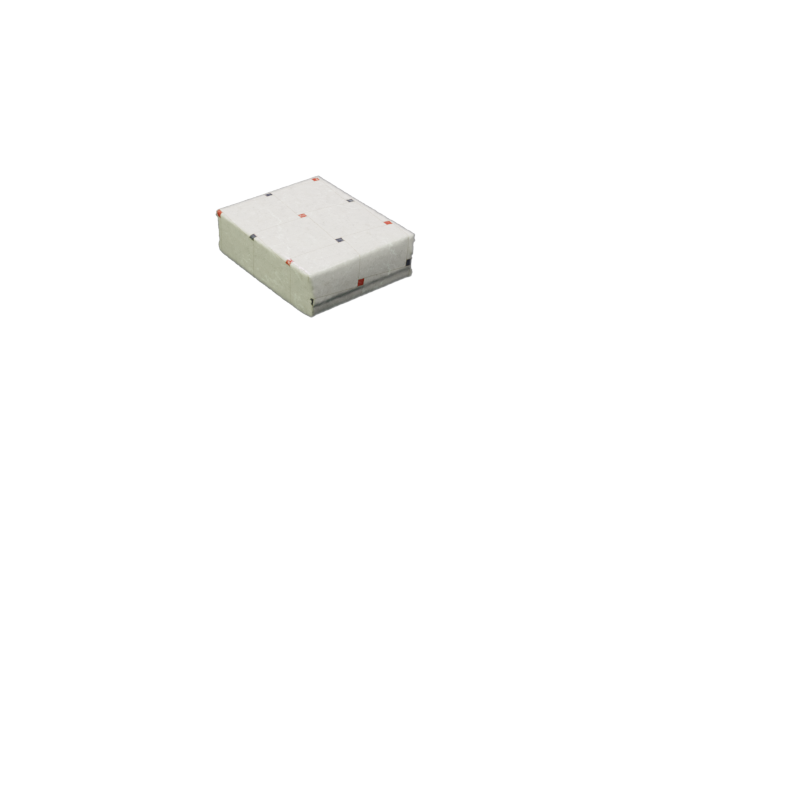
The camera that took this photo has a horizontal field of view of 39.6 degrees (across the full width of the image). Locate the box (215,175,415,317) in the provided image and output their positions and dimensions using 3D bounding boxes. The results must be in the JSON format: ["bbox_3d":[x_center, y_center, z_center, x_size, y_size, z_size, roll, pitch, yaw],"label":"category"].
[{"bbox_3d":[-0.060,-0.109,0.761,0.089,0.036,0.122,-25,44,-29],"label":"box"}]
